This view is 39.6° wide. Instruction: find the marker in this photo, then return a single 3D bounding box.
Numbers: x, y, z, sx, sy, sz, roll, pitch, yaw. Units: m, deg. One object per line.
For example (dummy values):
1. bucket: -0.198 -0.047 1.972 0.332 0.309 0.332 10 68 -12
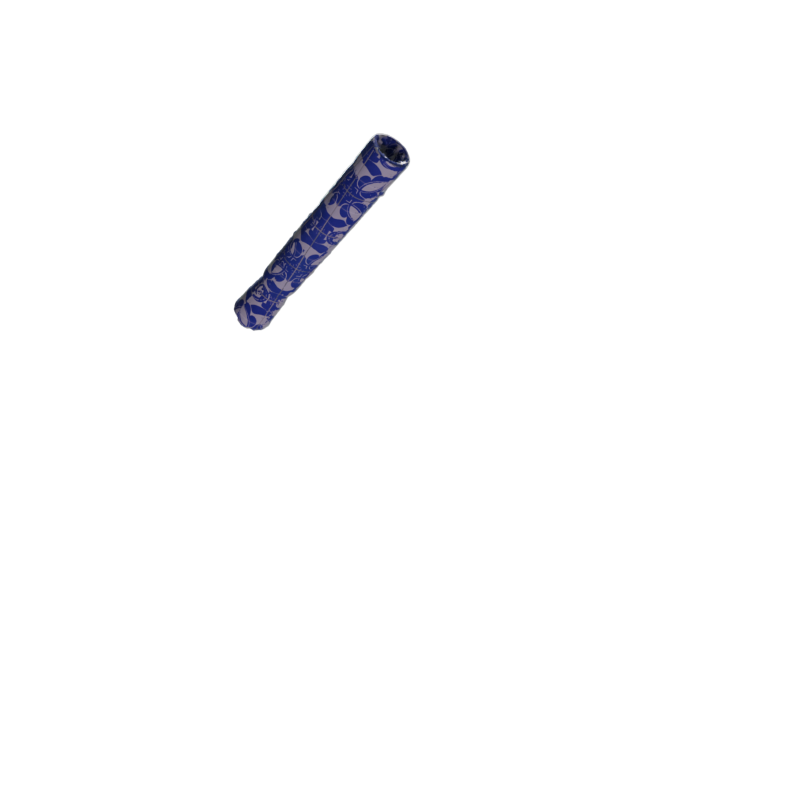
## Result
1. marker: -0.037 -0.068 0.478 0.019 0.021 0.118 -2 -31 -44
